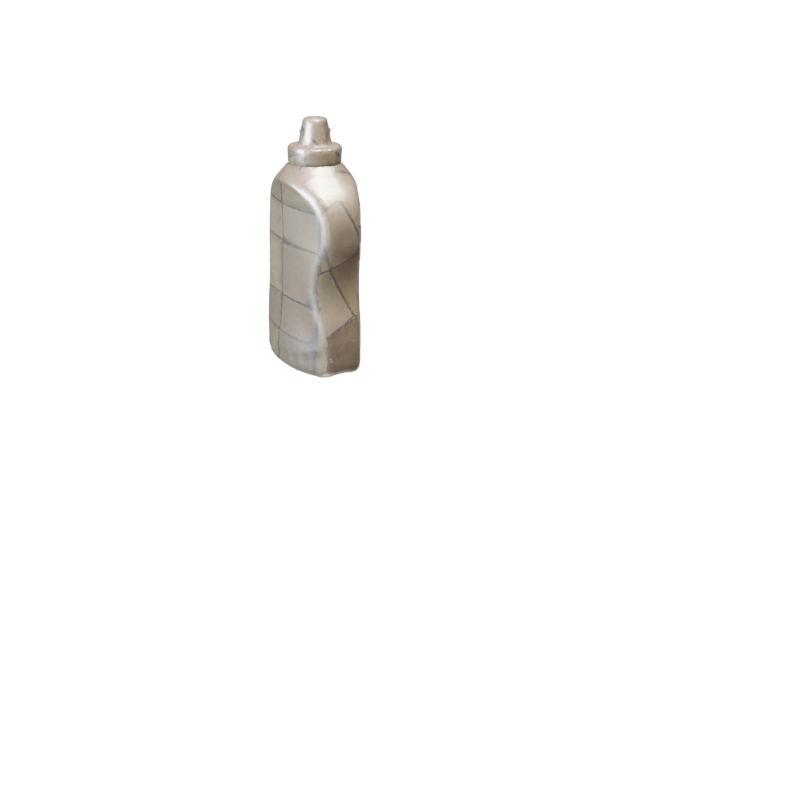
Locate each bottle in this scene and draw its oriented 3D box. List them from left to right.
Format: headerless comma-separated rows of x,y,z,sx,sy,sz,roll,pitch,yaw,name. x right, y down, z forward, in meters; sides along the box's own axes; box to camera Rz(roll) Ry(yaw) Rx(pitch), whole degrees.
-0.066,-0.122,0.851,0.057,0.184,0.102,-8,20,-28,bottle
